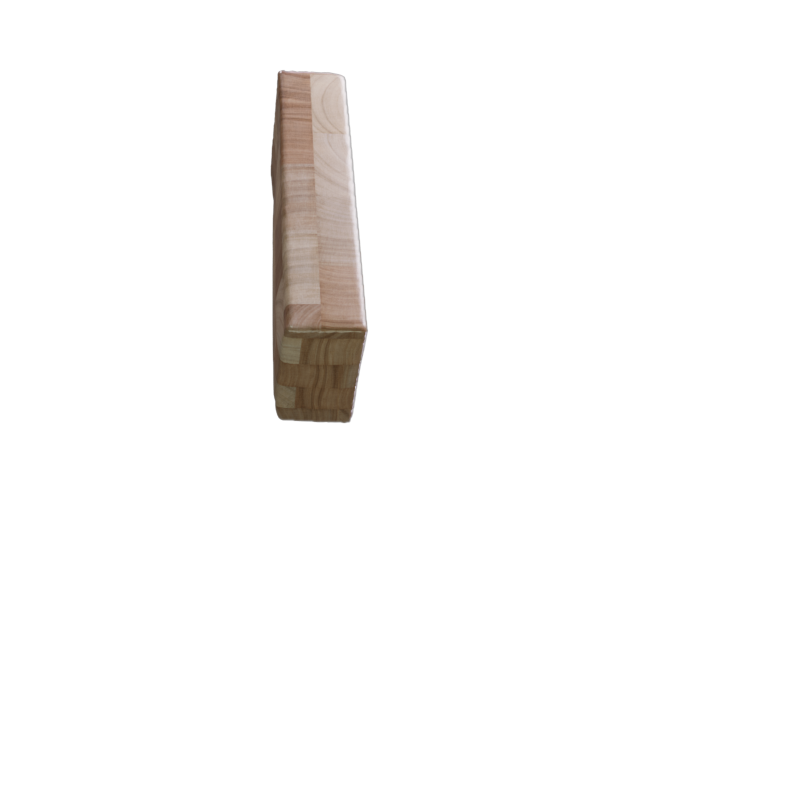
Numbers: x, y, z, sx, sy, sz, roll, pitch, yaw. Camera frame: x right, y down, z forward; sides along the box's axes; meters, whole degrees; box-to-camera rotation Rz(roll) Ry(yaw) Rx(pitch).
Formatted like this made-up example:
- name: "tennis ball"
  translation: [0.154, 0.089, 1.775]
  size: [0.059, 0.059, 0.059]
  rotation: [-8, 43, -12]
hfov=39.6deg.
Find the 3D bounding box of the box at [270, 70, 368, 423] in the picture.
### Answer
- name: "box"
  translation: [-0.047, -0.086, 0.604]
  size: [0.048, 0.189, 0.088]
  rotation: [2, -34, -7]
